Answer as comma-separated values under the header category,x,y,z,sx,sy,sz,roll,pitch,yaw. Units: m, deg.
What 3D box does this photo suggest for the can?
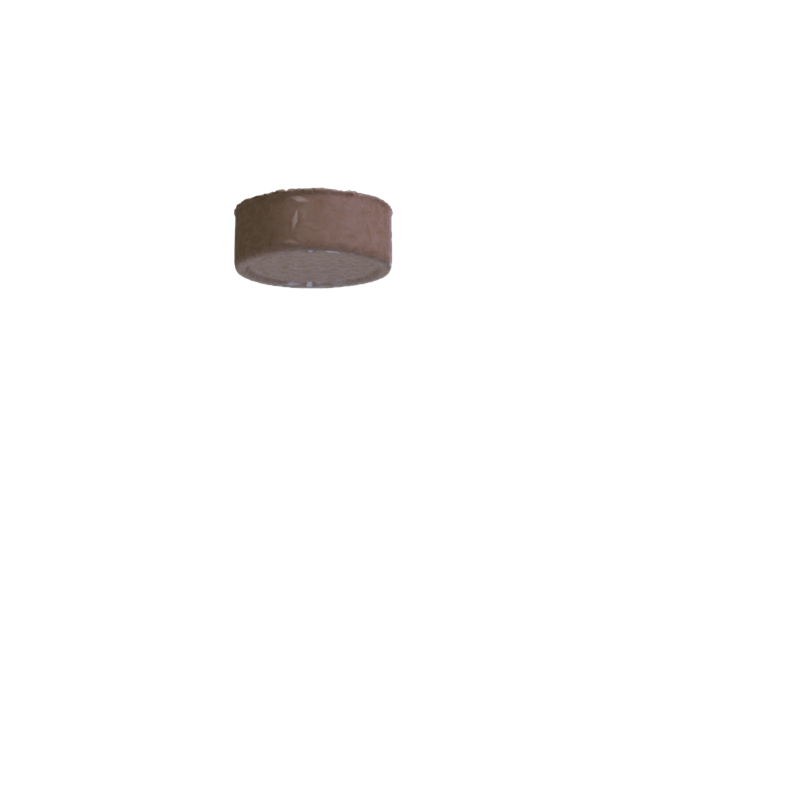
category,x,y,z,sx,sy,sz,roll,pitch,yaw
can,-0.046,-0.085,0.594,0.086,0.035,0.084,0,-9,-2
